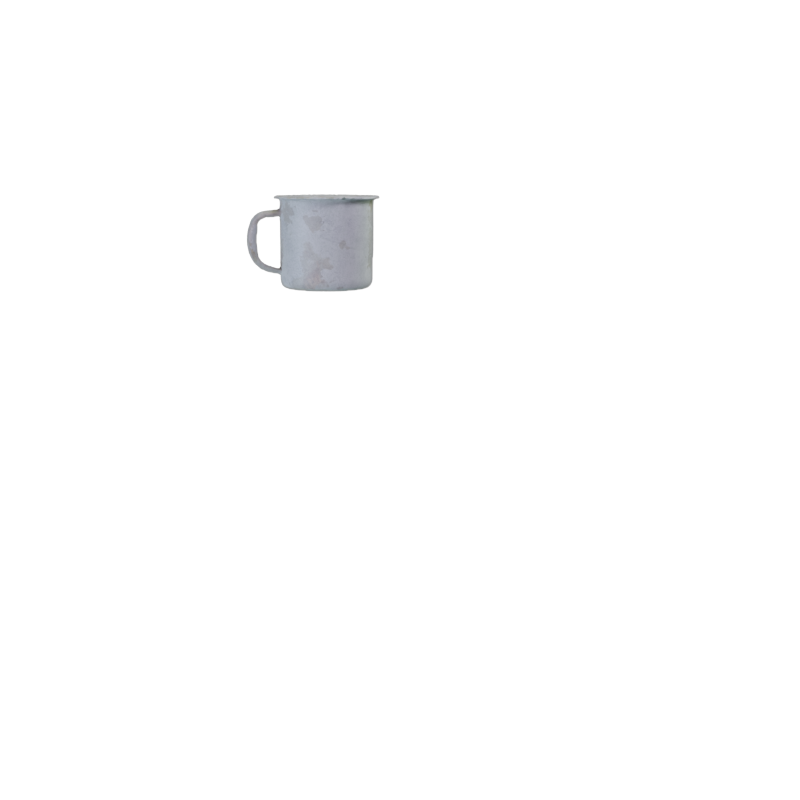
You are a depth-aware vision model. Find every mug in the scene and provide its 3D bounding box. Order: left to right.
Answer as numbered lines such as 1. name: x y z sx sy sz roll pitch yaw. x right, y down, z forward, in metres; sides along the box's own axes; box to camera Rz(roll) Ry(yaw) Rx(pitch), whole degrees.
1. mug: -0.076 -0.139 0.976 0.115 0.080 0.096 -2 9 -13
